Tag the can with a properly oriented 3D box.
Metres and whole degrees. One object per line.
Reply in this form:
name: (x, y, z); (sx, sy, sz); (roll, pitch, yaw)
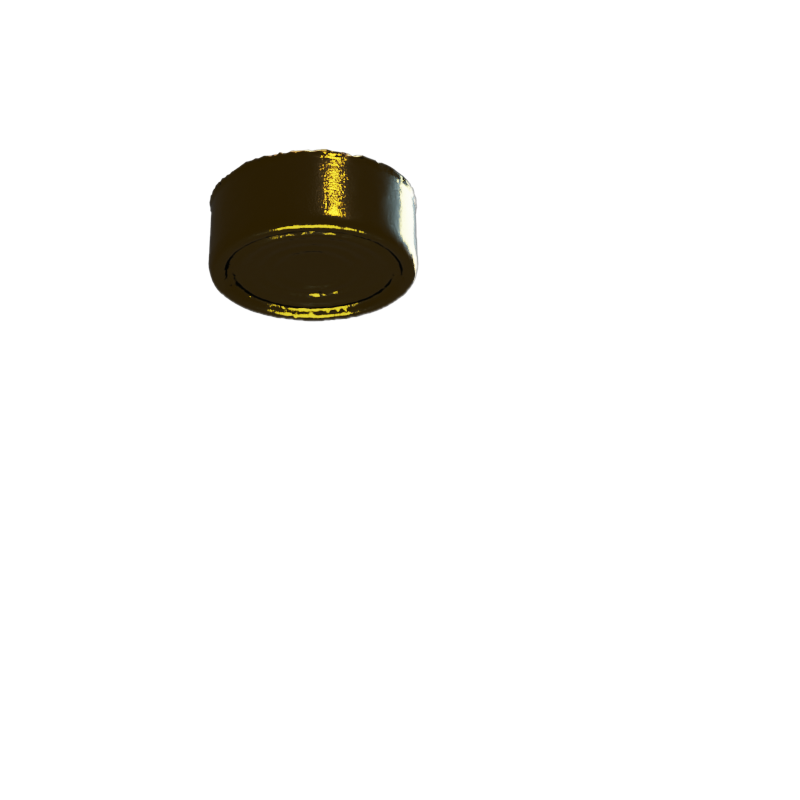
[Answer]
can: (-0.035, -0.064, 0.451); (0.086, 0.036, 0.081); (1, -24, -2)
